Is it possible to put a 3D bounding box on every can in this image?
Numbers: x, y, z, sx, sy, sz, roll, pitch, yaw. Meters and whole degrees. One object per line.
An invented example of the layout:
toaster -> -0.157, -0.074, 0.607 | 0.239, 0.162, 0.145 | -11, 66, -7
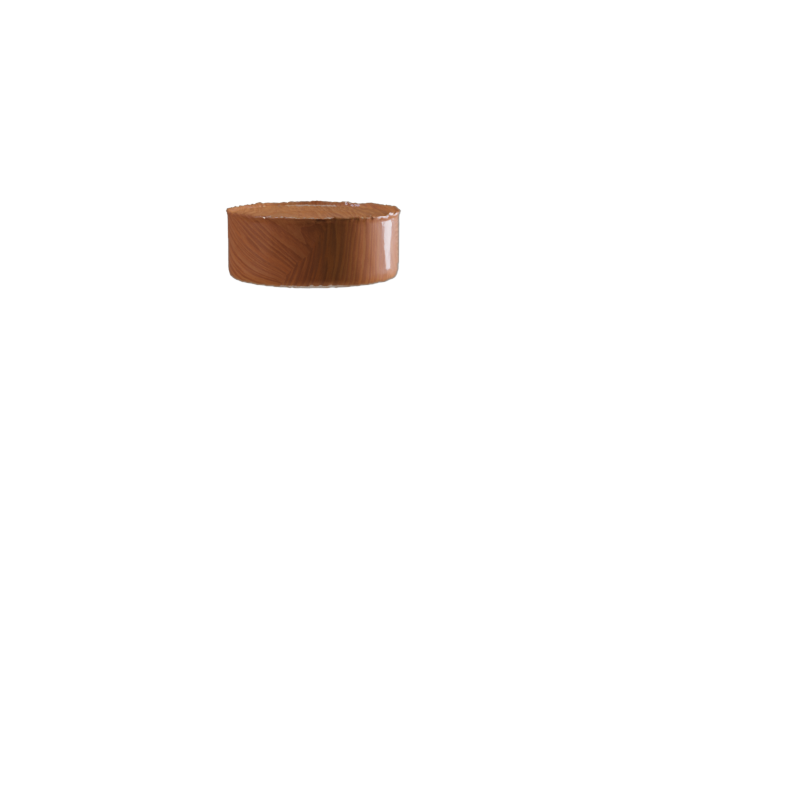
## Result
can -> -0.043, -0.078, 0.546 | 0.086, 0.033, 0.088 | 0, 14, -2
